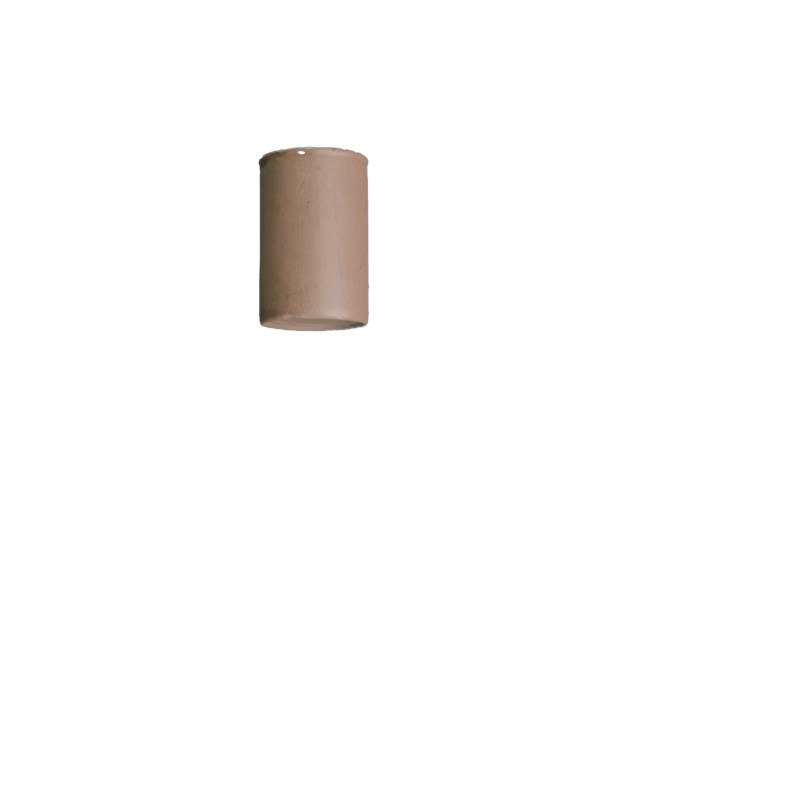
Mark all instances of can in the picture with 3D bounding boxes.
[{"bbox_3d":[-0.053,-0.096,0.674,0.068,0.105,0.067,0,-9,-2],"label":"can"}]
